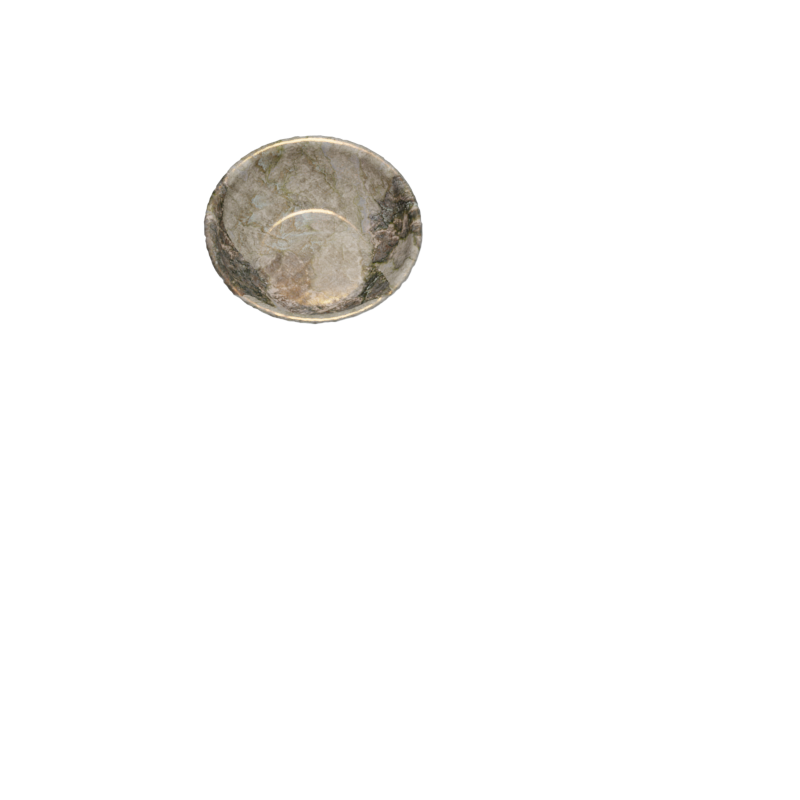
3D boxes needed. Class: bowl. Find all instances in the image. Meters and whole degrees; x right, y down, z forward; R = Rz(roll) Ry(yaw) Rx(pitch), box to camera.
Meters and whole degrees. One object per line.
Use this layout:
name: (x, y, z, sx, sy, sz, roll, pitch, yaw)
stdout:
bowl: (-0.066, -0.120, 0.840, 0.162, 0.172, 0.052, -1, -28, -1)
